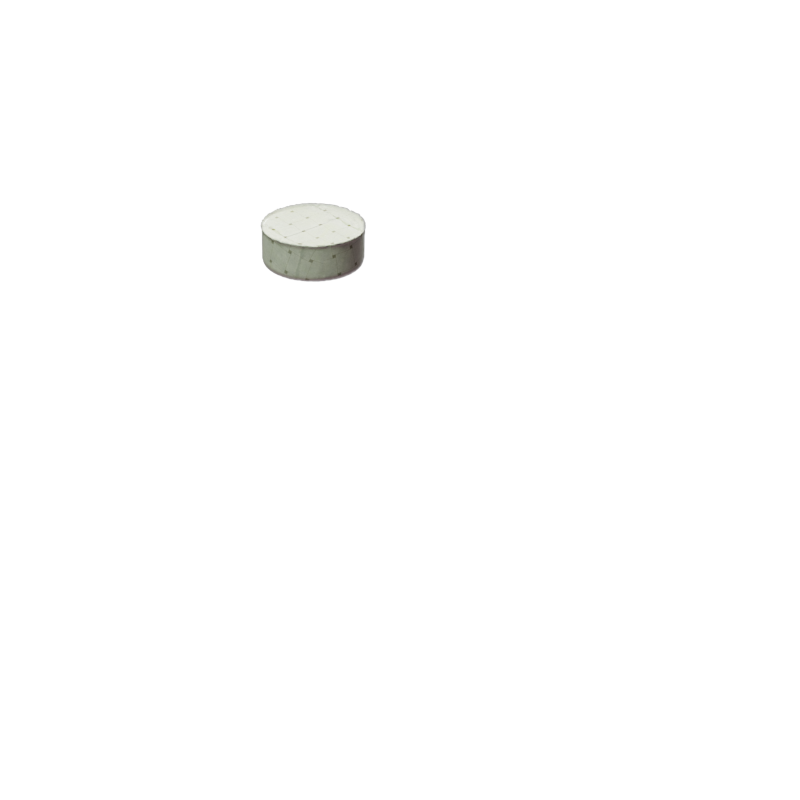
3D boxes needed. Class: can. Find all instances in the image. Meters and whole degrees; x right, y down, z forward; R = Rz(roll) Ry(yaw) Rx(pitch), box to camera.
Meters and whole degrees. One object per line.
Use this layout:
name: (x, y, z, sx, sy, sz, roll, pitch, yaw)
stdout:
can: (-0.071, -0.130, 0.911, 0.086, 0.032, 0.091, -1, 31, -2)
